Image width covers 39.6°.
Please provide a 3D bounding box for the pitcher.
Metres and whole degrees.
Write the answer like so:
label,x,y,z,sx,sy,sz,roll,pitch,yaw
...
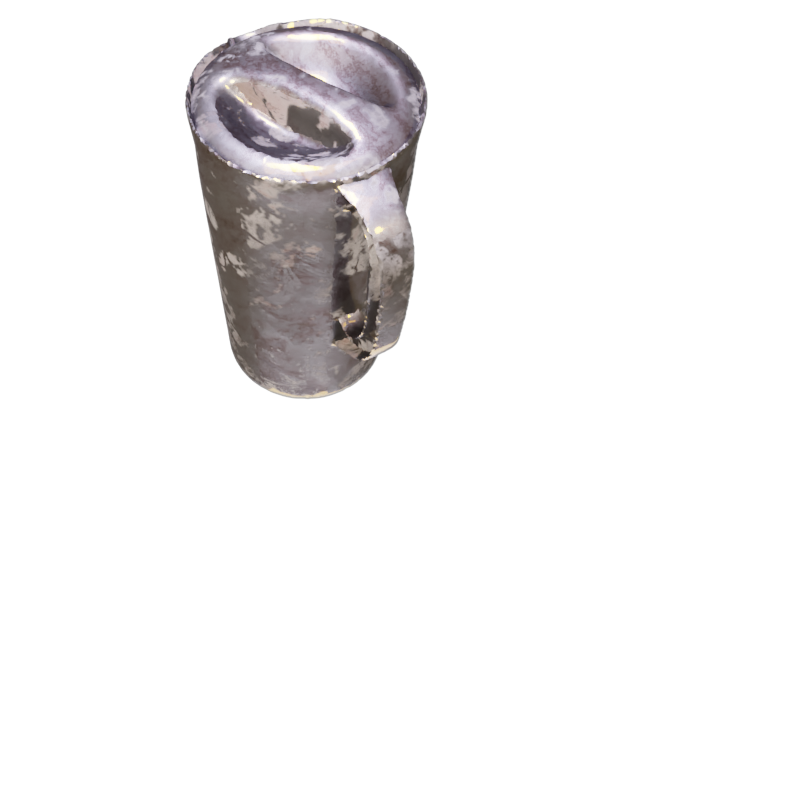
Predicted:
label,x,y,z,sx,sy,sz,roll,pitch,yaw
pitcher,-0.054,-0.098,0.688,0.147,0.157,0.227,13,-35,6
